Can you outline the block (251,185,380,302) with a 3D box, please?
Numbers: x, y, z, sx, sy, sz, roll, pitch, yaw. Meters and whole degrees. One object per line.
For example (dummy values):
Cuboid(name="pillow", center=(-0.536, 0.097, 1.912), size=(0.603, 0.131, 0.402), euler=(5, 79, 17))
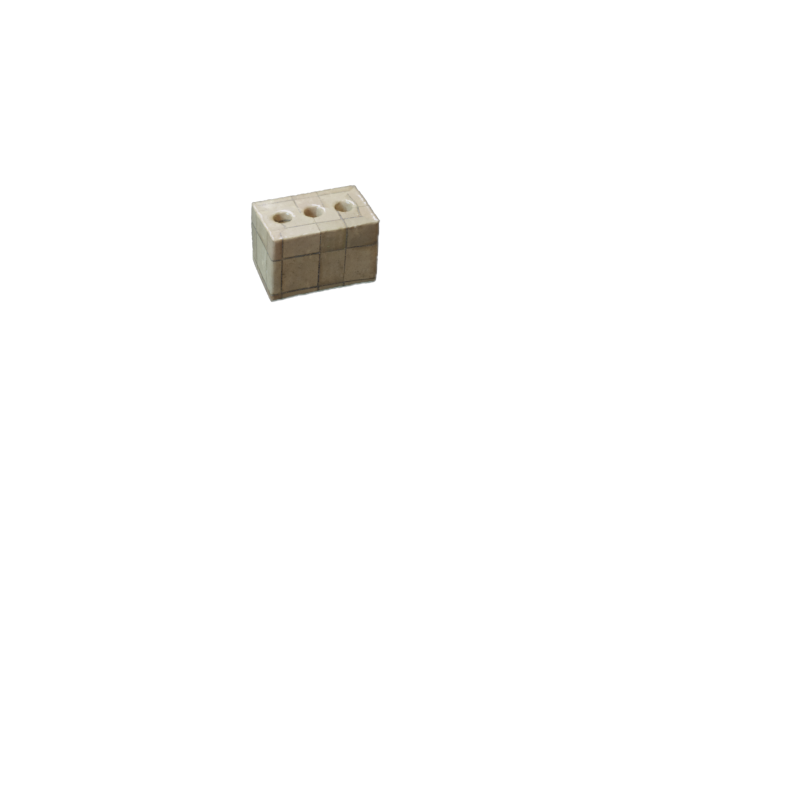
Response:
Cuboid(name="block", center=(-0.060, -0.109, 0.764), size=(0.077, 0.048, 0.057), euler=(-13, 41, -16))
